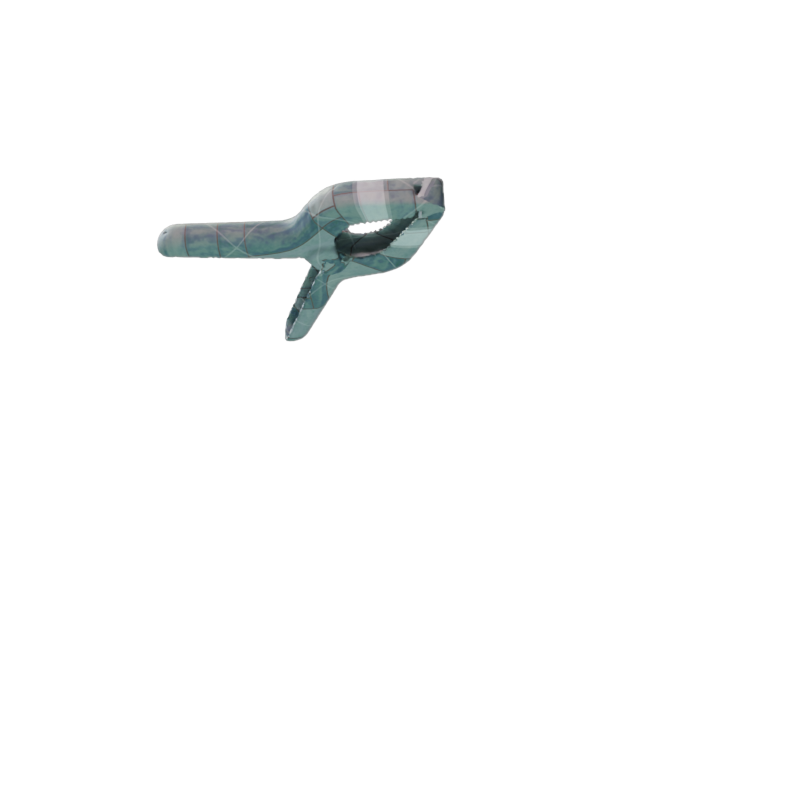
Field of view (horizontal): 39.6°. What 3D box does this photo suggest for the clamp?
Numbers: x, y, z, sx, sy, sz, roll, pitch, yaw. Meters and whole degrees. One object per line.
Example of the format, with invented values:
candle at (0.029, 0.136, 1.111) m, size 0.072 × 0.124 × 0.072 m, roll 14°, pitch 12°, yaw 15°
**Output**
clamp at (-0.064, -0.117, 0.821) m, size 0.210 × 0.039 × 0.154 m, roll -25°, pitch -39°, yaw 35°
